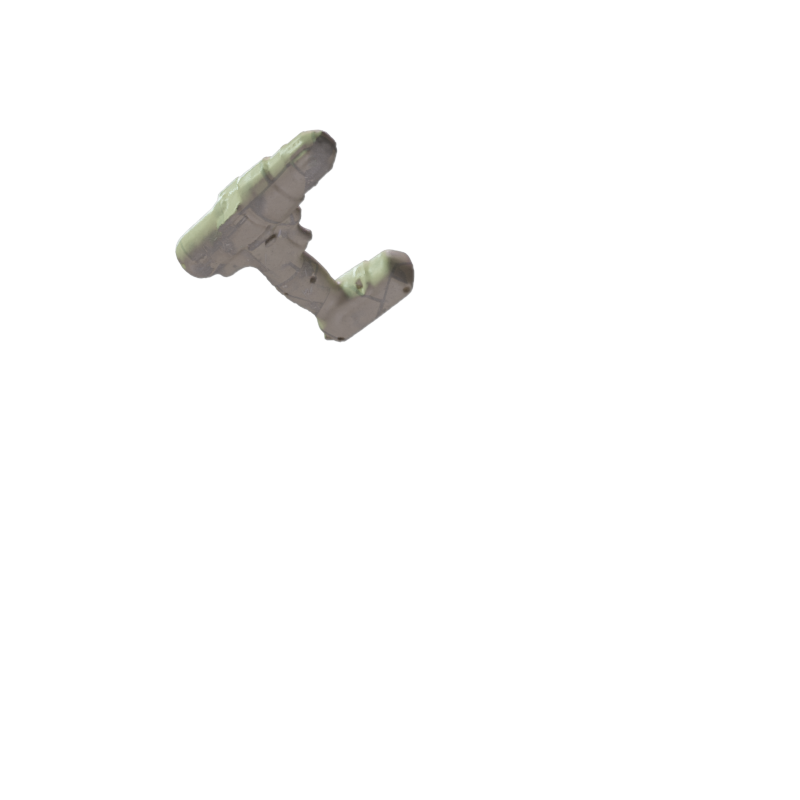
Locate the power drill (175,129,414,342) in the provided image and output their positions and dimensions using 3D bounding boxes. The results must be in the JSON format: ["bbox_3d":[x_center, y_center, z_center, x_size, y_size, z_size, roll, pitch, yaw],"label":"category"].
[{"bbox_3d":[-0.077,-0.140,0.981,0.176,0.062,0.183,34,-54,-31],"label":"power drill"}]
